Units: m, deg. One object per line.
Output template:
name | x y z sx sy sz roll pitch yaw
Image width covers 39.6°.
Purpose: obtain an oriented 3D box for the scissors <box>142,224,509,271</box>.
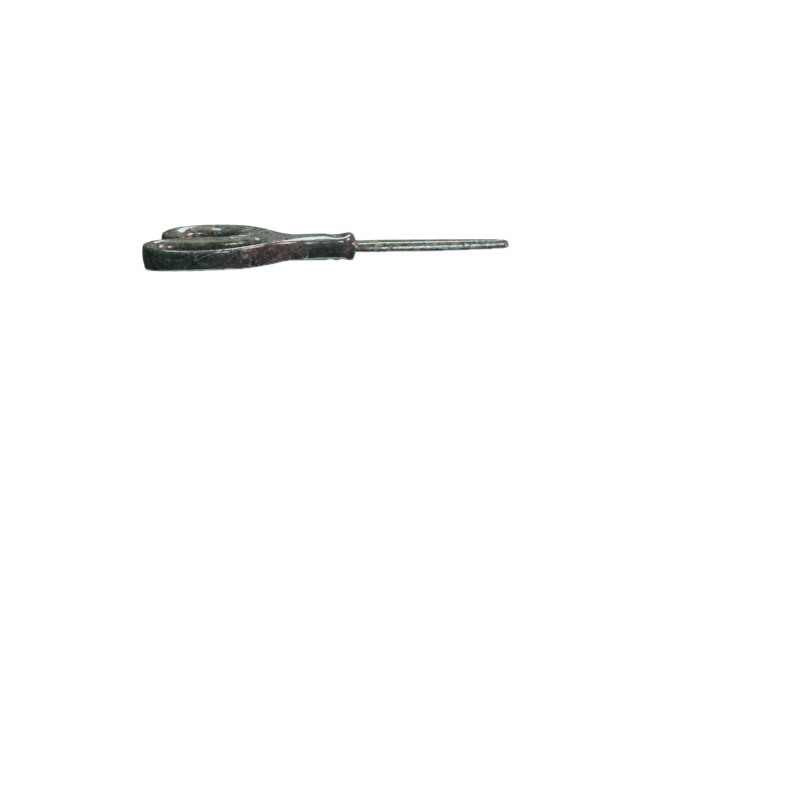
scissors | -0.050 -0.091 0.635 0.197 0.015 0.101 -6 19 -20
